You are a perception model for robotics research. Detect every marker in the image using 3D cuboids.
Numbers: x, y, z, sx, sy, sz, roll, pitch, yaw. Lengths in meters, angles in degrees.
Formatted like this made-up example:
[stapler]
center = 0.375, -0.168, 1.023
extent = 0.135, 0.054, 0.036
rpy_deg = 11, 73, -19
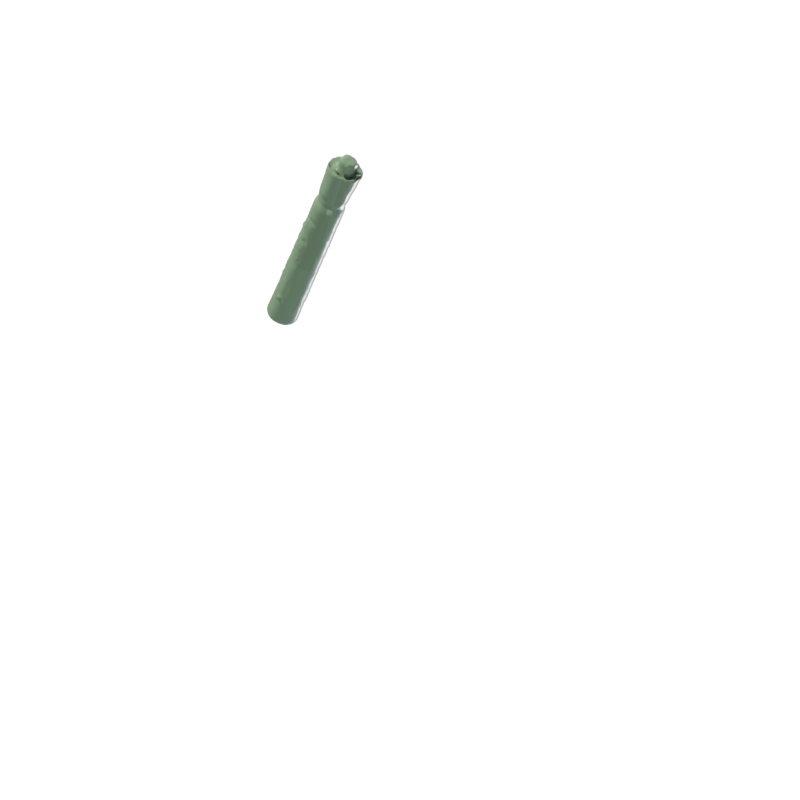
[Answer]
[marker]
center = -0.047, -0.086, 0.599
extent = 0.019, 0.021, 0.115
rpy_deg = 0, -38, -28
